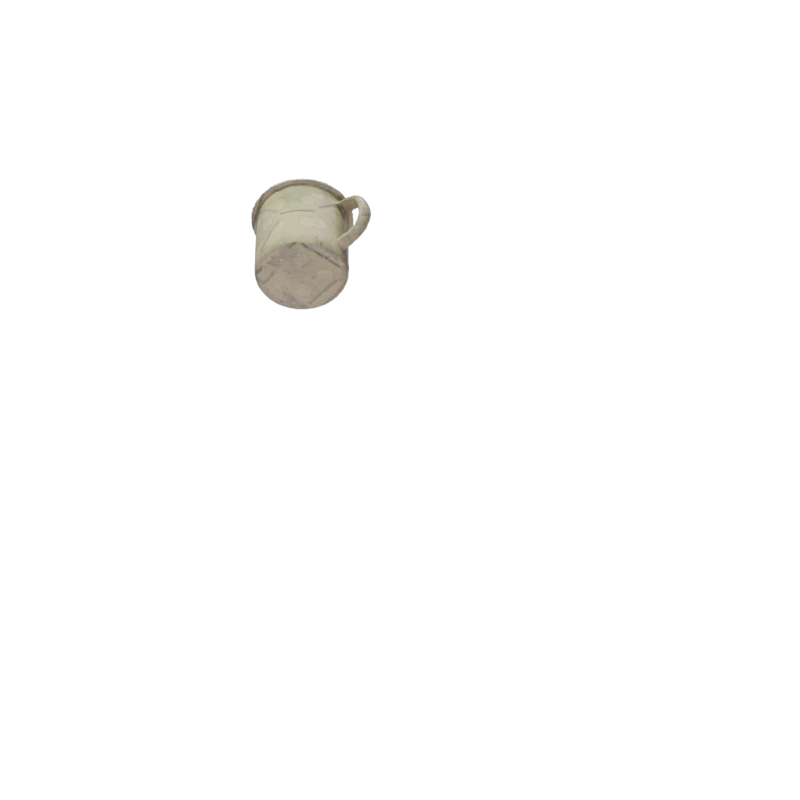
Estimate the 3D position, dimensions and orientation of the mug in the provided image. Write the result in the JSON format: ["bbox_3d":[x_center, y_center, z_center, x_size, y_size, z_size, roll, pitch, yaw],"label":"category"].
[{"bbox_3d":[-0.076,-0.139,0.974,0.117,0.087,0.086,-24,-51,20],"label":"mug"}]
